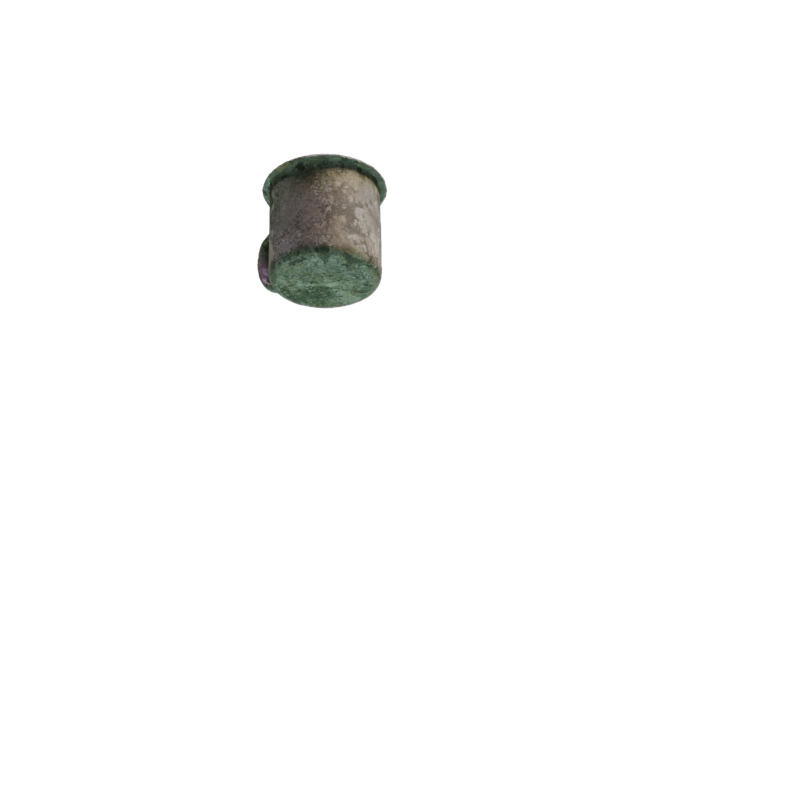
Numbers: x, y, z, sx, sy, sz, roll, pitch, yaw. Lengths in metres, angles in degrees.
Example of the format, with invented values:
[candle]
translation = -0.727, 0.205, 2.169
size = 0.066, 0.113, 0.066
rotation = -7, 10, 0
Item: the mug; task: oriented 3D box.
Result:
[mug]
translation = -0.064, -0.117, 0.817
size = 0.118, 0.087, 0.087
rotation = -23, -35, 36
